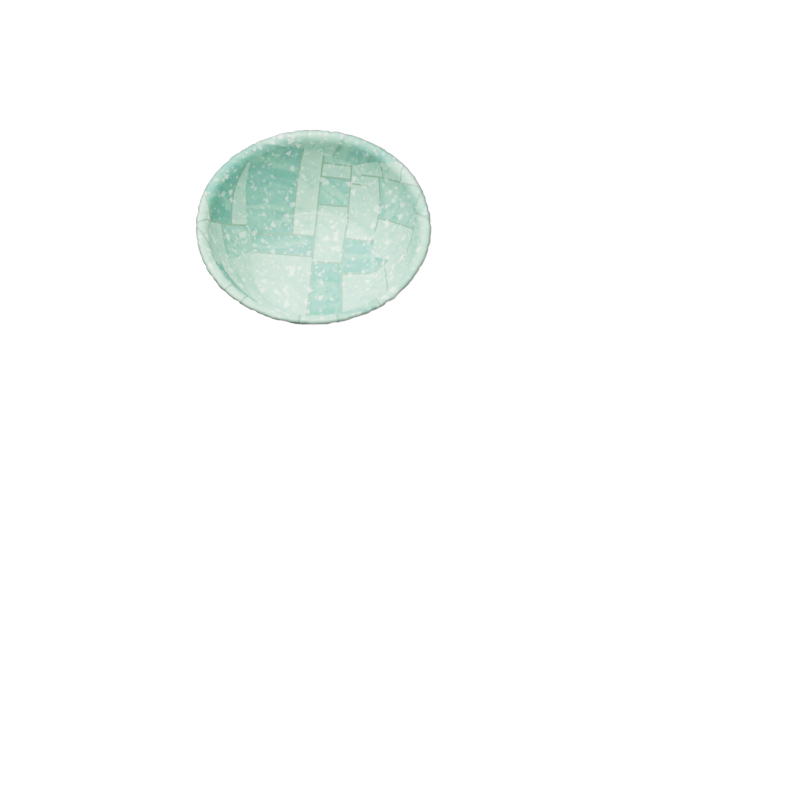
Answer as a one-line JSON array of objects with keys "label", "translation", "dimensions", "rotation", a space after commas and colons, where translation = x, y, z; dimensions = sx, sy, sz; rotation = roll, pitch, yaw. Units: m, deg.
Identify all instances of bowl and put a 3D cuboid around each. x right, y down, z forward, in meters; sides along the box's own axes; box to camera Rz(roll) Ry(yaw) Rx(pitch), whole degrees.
[{"label": "bowl", "translation": [-0.061, -0.111, 0.780], "dimensions": [0.162, 0.173, 0.052], "rotation": [-1, -31, -1]}]
